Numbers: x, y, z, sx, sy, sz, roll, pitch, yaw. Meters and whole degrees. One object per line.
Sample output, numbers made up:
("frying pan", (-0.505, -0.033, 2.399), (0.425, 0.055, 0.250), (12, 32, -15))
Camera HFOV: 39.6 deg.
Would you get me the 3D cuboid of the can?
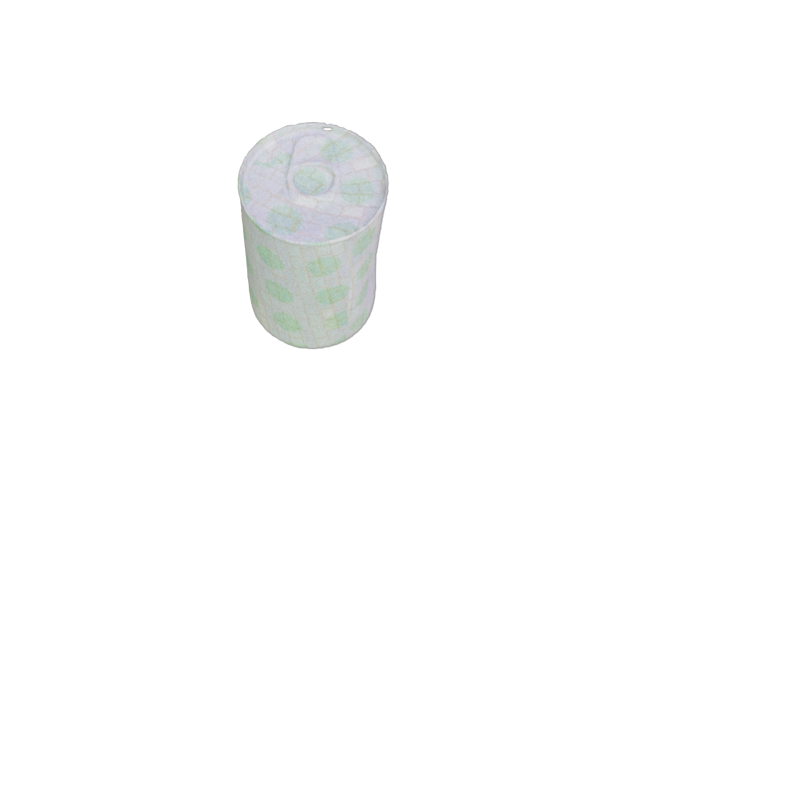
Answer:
("can", (-0.042, -0.077, 0.538), (0.068, 0.073, 0.096), (0, -28, -3))
